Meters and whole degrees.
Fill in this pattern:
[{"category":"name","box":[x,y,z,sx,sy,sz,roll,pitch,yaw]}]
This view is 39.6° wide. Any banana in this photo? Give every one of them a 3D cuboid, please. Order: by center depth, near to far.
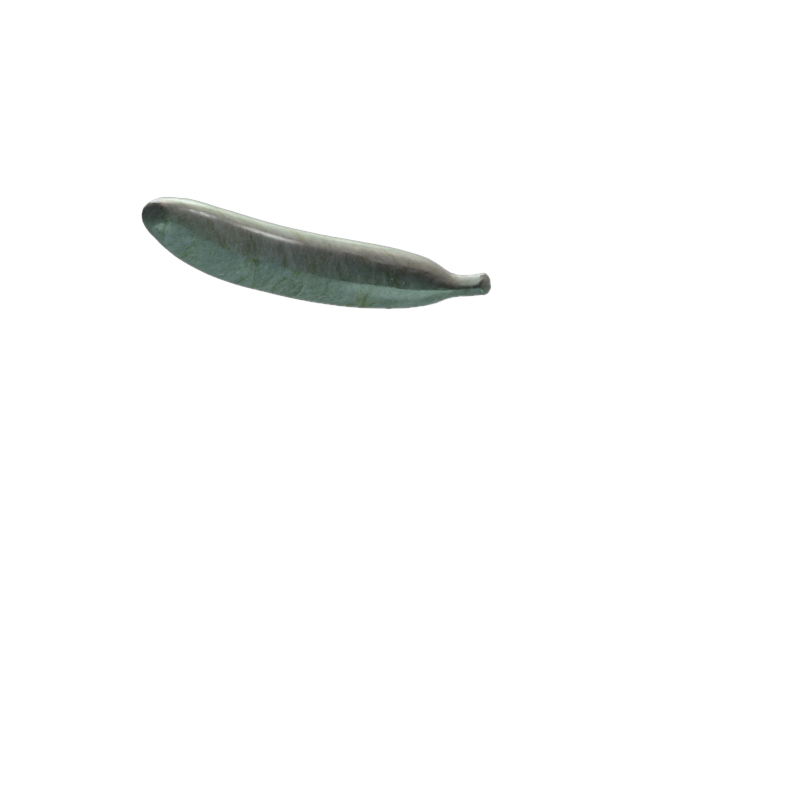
[{"category":"banana","box":[-0.051,-0.079,0.601,0.191,0.038,0.069,7,-19,-24]}]
